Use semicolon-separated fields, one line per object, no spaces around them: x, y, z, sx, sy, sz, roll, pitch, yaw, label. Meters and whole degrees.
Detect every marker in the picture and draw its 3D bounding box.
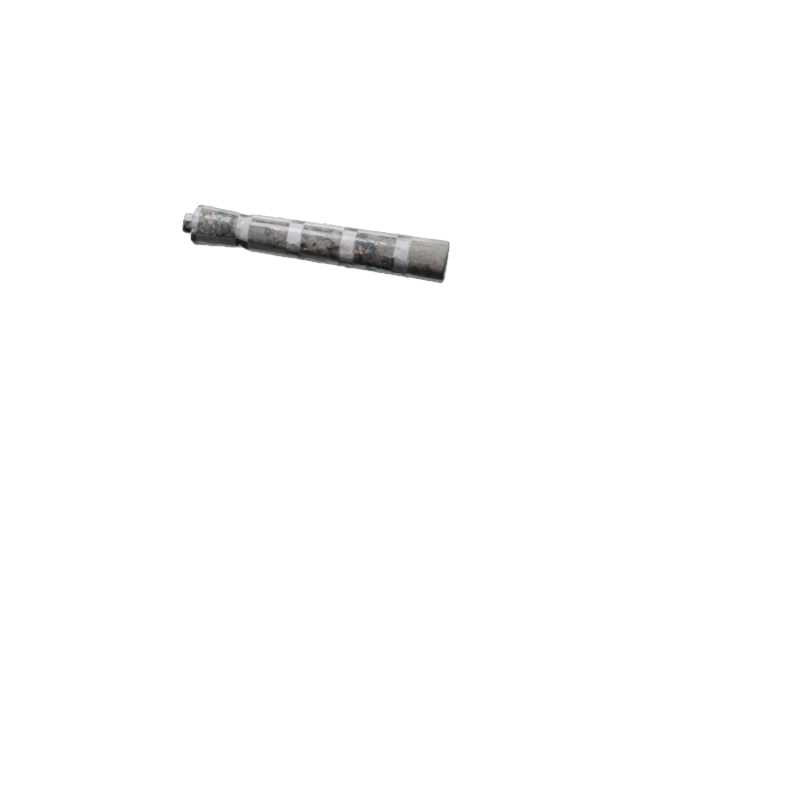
-0.039;-0.071;0.499;0.123;0.020;0.020;10;5;9;marker
